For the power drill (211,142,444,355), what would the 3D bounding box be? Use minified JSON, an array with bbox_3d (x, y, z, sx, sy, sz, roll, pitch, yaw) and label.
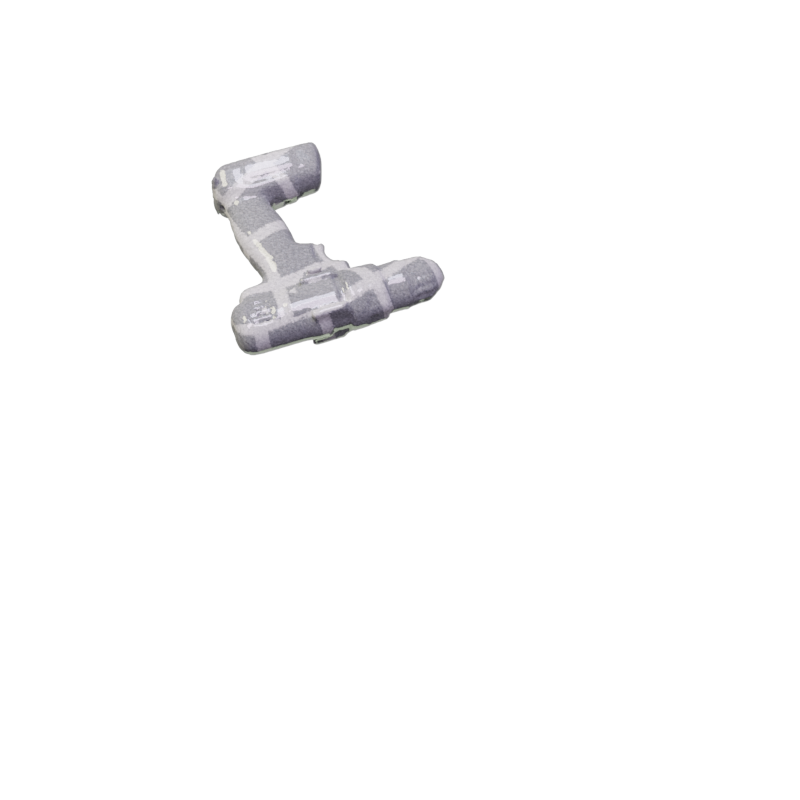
[{"bbox_3d":[-0.076,-0.138,0.967,0.183,0.202,0.054,-16,-34,-12],"label":"power drill"}]
